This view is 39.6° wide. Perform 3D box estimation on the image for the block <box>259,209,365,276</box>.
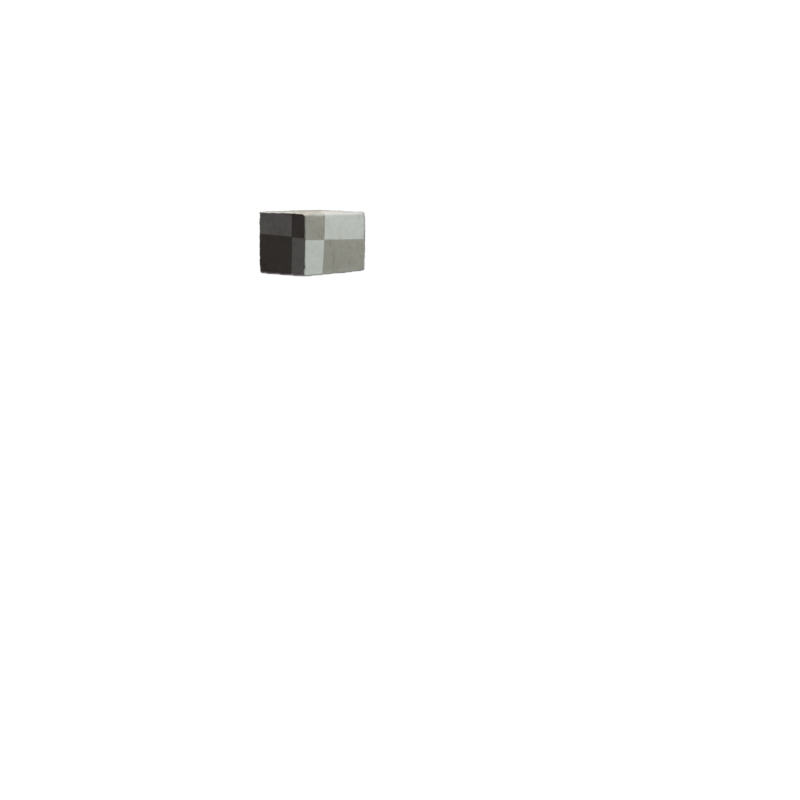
[{"bbox_3d":[-0.072,-0.132,0.923,0.055,0.051,0.076,6,11,39],"label":"block"}]
